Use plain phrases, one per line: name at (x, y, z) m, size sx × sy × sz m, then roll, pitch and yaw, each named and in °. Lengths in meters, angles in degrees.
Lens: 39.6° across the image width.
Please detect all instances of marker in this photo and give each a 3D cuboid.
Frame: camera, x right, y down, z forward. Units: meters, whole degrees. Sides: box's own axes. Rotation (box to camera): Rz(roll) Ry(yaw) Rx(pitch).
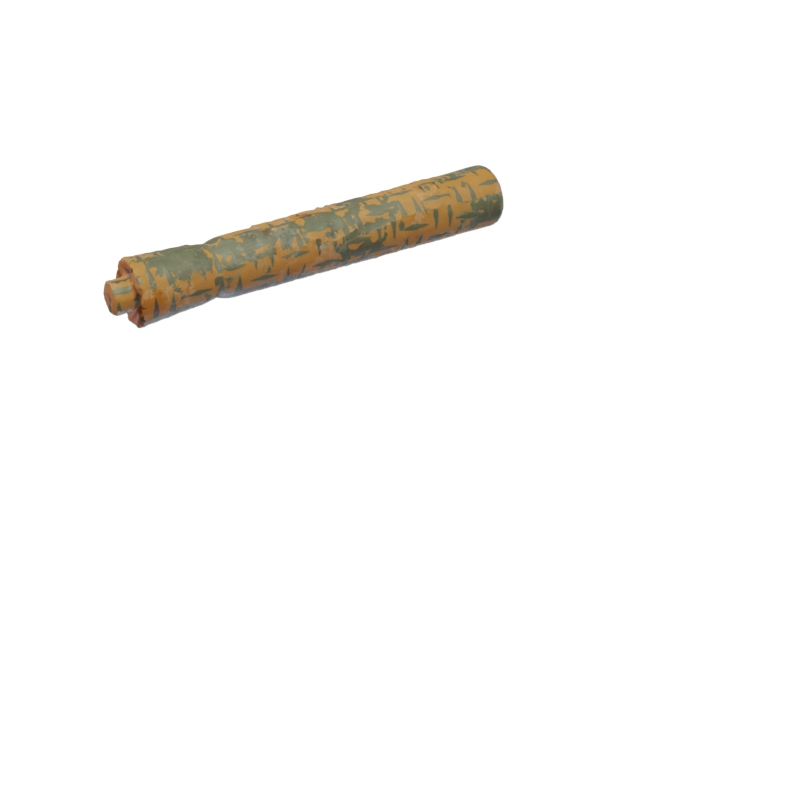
marker at (-0.024, -0.044, 0.309) m, size 0.119 × 0.019 × 0.020 m, roll -20°, pitch 13°, yaw -27°
